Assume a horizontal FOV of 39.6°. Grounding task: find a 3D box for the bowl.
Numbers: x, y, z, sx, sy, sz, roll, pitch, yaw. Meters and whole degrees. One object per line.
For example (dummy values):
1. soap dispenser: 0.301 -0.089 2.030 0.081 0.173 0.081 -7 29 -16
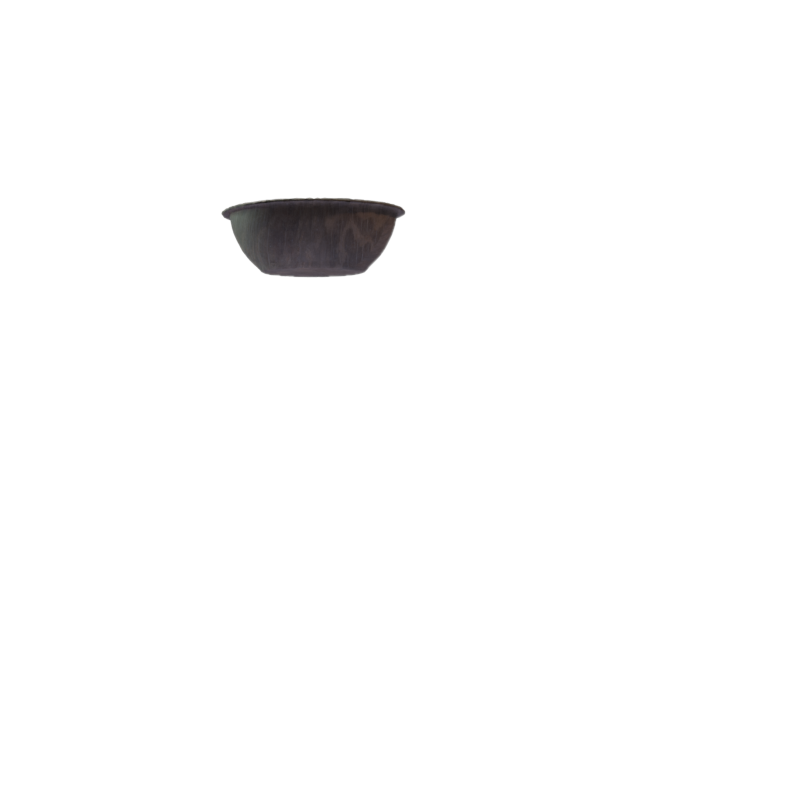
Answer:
1. bowl: -0.076 -0.139 0.975 0.162 0.055 0.161 0 0 -2
